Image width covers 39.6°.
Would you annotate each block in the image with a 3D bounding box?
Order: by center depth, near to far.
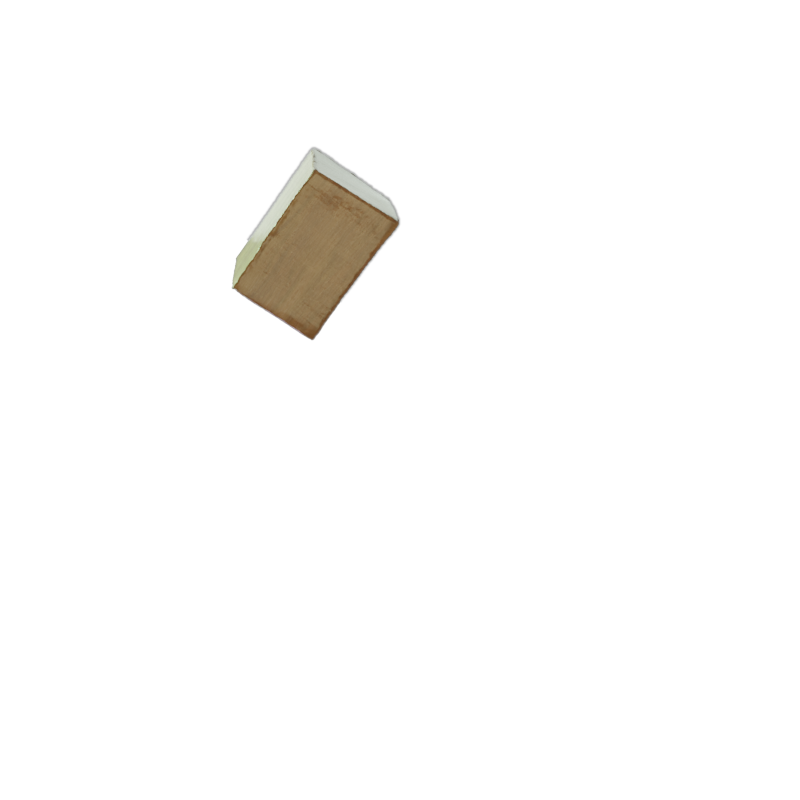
[{"bbox_3d":[-0.045,-0.082,0.576,0.051,0.077,0.054,34,16,-14],"label":"block"}]
